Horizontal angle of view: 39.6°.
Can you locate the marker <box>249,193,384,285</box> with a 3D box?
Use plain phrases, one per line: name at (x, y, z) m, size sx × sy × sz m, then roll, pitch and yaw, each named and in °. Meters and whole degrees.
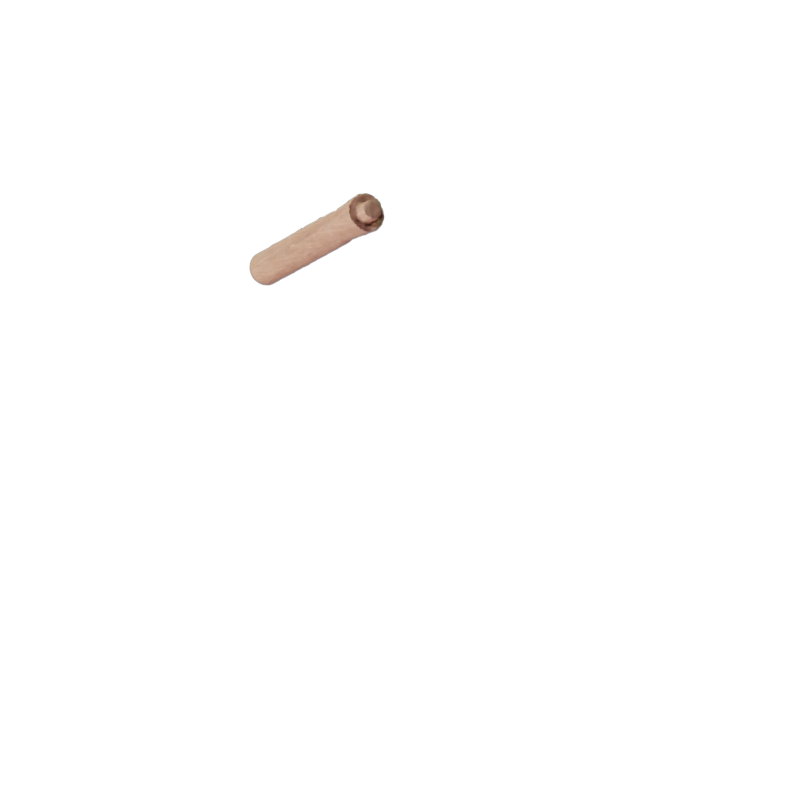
marker at (-0.043, -0.079, 0.553) m, size 0.019 × 0.020 × 0.122 m, roll -2°, pitch -6°, yaw -31°
